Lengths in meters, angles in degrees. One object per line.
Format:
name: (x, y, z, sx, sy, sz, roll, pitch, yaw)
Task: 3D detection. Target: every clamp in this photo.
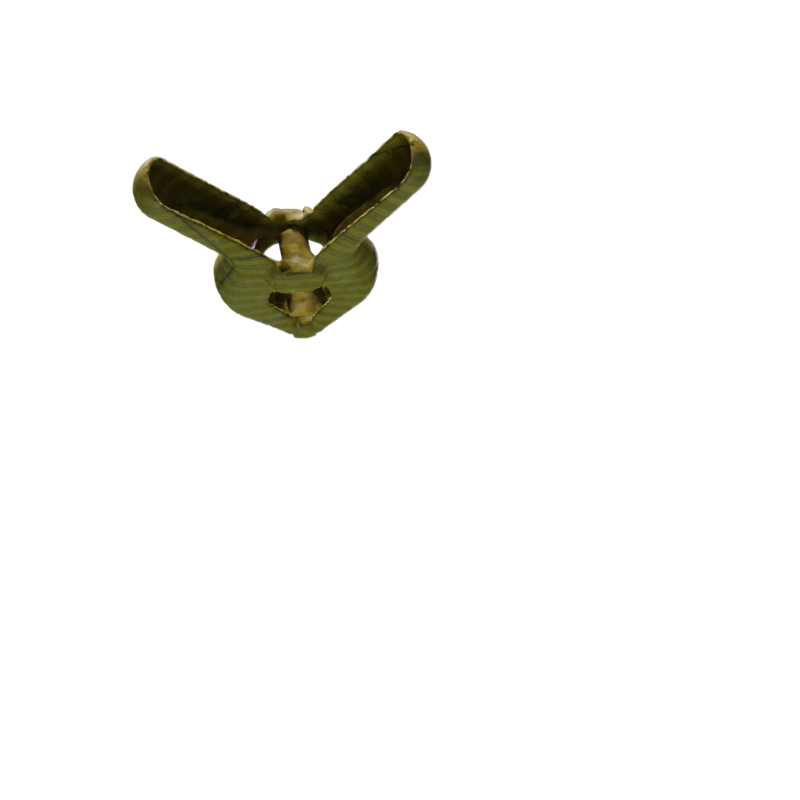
clamp: (-0.040, -0.072, 0.508, 0.121, 0.041, 0.162, -3, -16, 8)
